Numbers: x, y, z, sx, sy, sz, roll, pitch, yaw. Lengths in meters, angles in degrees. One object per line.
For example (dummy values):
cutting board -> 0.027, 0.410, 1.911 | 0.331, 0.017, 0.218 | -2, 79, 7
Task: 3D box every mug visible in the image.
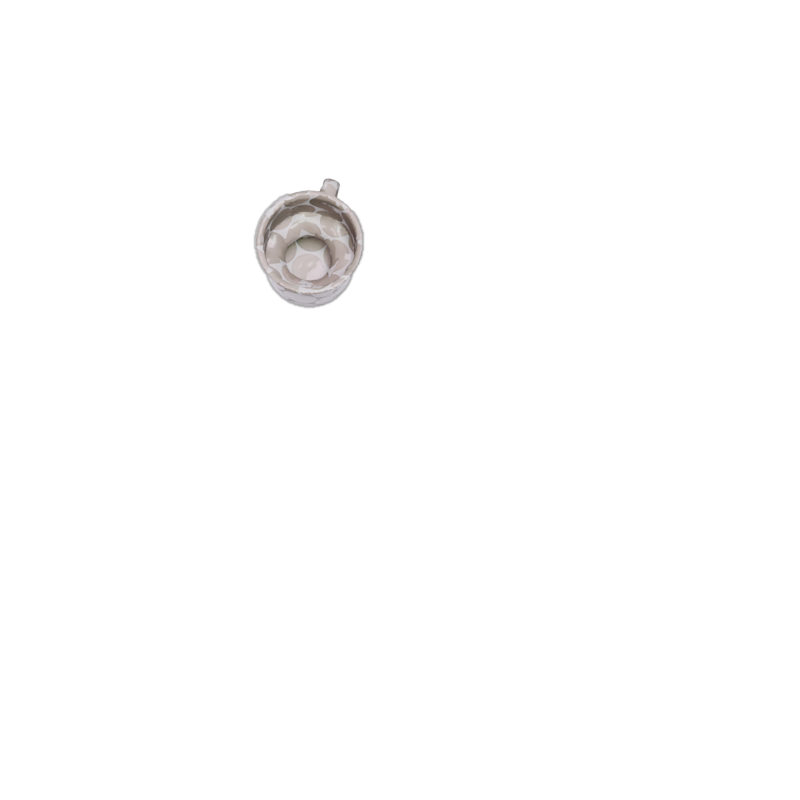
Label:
mug -> -0.078, -0.141, 0.990 | 0.094, 0.121, 0.079 | 14, -14, 1
